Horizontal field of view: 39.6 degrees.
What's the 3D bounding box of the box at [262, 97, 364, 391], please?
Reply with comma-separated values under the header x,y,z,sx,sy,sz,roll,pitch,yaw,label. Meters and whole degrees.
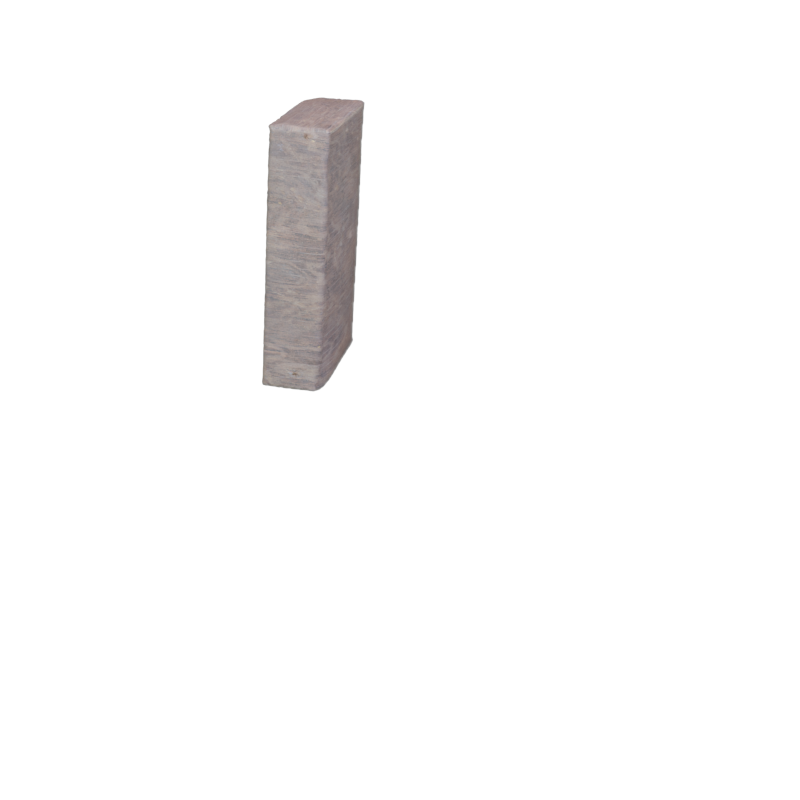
x,y,z,sx,sy,sz,roll,pitch,yaw,label
-0.057,-0.104,0.729,0.049,0.169,0.096,5,21,11,box
